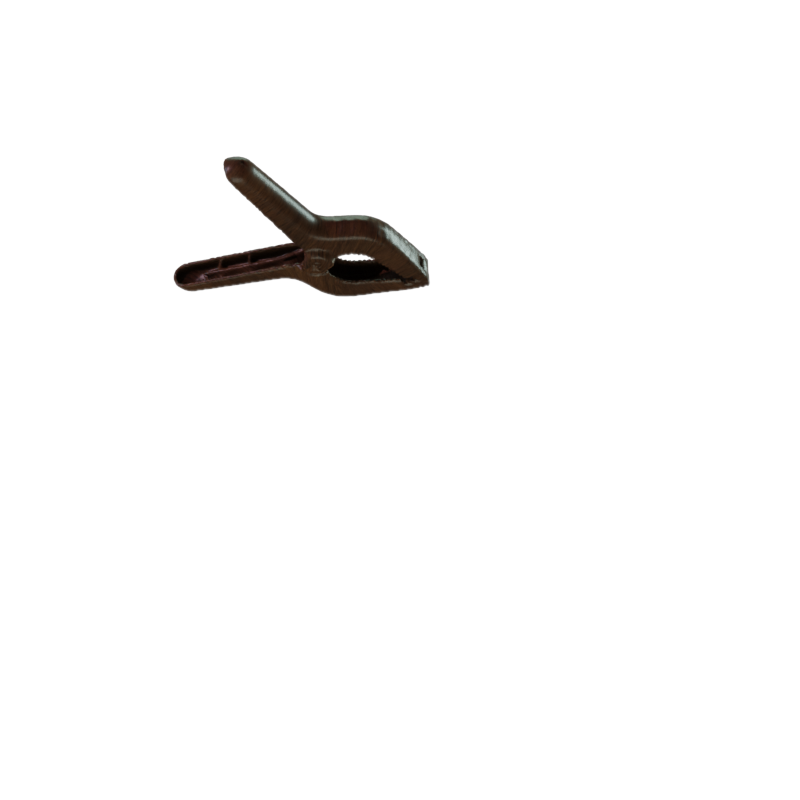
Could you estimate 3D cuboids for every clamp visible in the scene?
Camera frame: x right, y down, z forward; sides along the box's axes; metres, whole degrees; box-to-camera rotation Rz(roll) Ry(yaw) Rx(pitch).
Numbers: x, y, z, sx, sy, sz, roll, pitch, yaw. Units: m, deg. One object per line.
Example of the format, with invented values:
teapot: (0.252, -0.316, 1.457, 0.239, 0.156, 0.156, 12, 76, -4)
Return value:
clamp: (-0.071, -0.129, 0.906, 0.206, 0.039, 0.157, 7, -32, -12)
